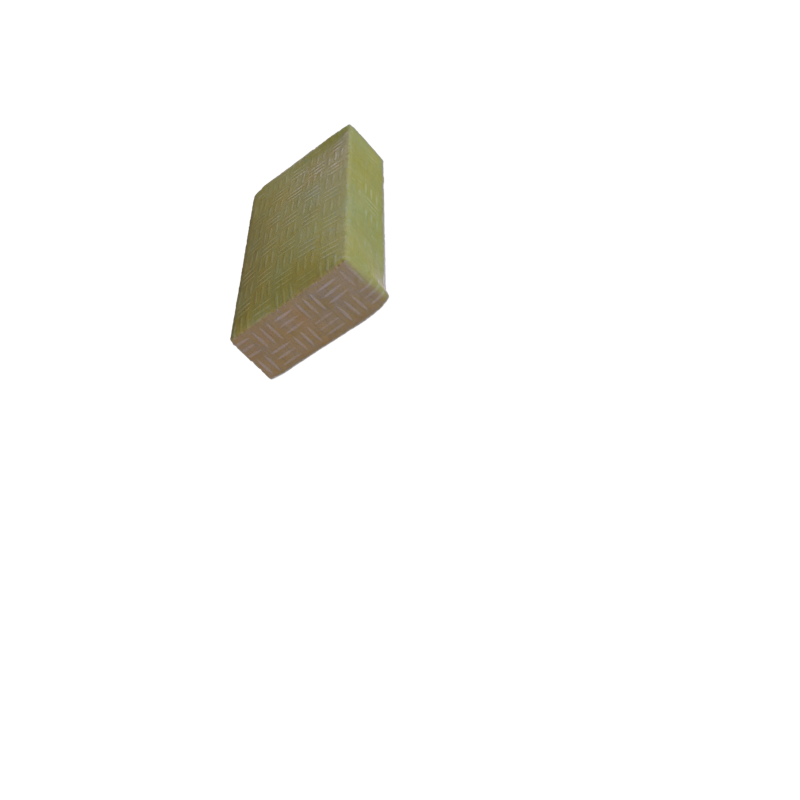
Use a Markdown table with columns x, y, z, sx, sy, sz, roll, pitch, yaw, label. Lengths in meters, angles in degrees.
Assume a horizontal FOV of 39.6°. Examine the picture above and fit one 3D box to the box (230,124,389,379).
| x | y | z | sx | sy | sz | roll | pitch | yaw | label |
| --- | --- | --- | --- | --- | --- | --- | --- | --- | --- |
| -0.056 | -0.102 | 0.713 | 0.093 | 0.189 | 0.045 | -33 | -56 | 20 | box |
